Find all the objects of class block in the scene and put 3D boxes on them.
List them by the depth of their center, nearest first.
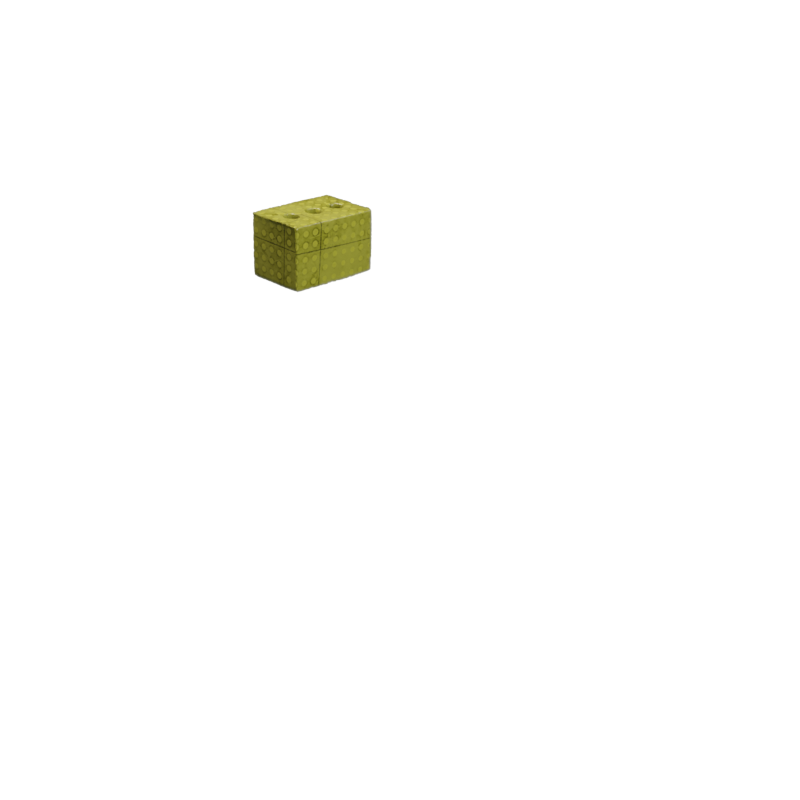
[{"bbox_3d":[-0.066,-0.121,0.845,0.077,0.049,0.056,-20,30,-40],"label":"block"}]
